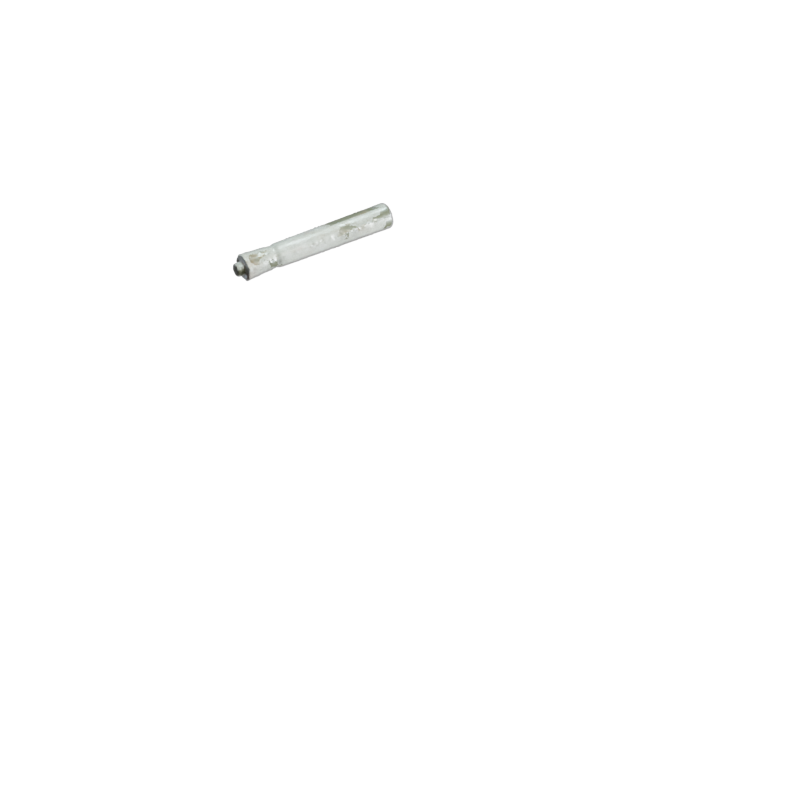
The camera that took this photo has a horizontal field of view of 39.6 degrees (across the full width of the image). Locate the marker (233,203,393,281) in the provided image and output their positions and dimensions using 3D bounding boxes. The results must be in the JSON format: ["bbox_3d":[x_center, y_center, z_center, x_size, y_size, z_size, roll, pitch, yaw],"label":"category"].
[{"bbox_3d":[-0.060,-0.109,0.763,0.120,0.019,0.020,-24,14,-24],"label":"marker"}]
